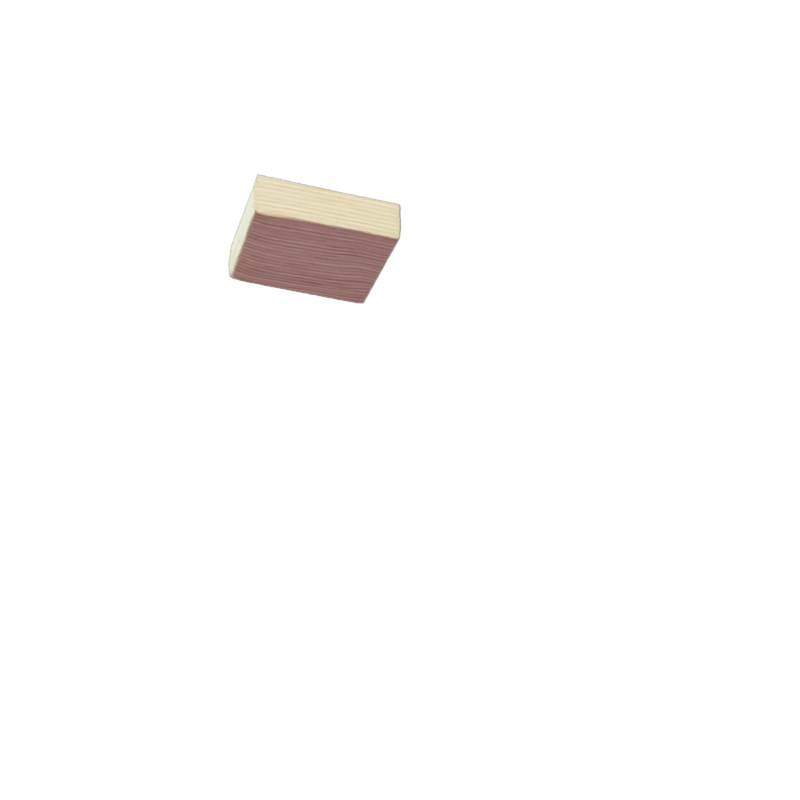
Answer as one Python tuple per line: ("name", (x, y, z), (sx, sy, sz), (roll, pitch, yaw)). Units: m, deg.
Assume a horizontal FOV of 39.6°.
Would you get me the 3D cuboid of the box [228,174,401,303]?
("box", (-0.065, -0.119, 0.835), (0.111, 0.042, 0.086), (9, -35, -14))
